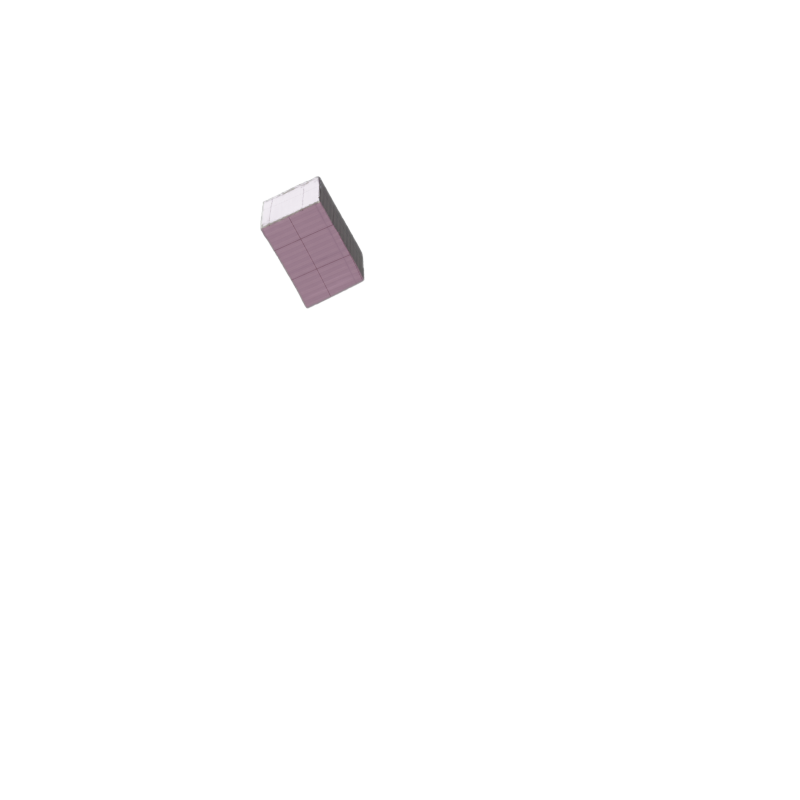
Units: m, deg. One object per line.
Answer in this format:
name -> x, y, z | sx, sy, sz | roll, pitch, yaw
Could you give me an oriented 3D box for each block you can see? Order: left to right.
block -> -0.067, -0.123, 0.860 | 0.053, 0.073, 0.054 | -24, 26, 10
